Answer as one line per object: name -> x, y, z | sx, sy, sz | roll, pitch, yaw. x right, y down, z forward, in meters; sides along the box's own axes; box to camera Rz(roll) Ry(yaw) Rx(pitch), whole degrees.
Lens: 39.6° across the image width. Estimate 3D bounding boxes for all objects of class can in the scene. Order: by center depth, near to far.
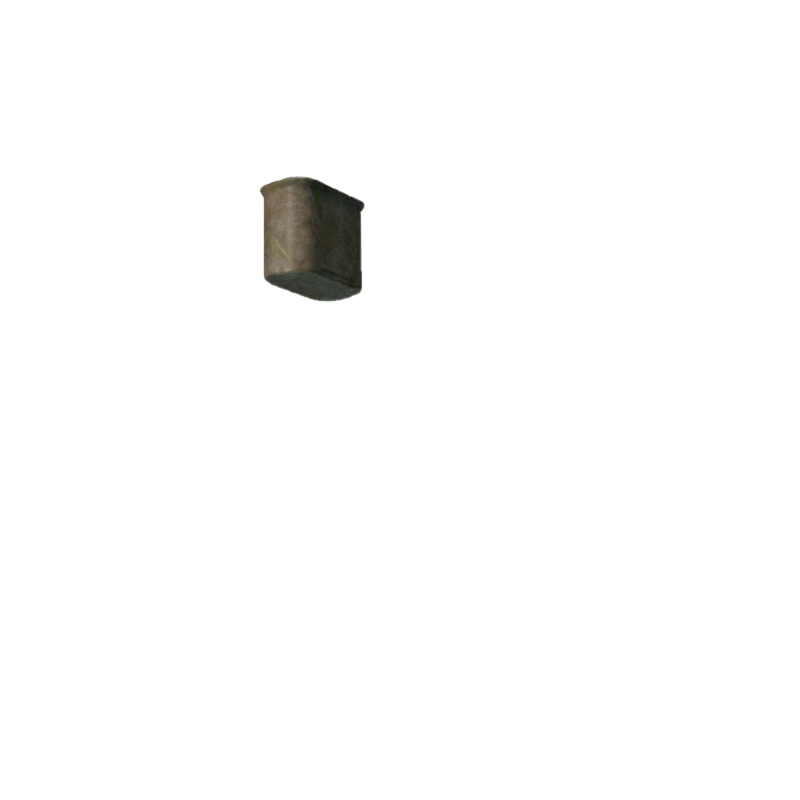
can -> -0.076, -0.138, 0.965 | 0.059, 0.087, 0.096 | -12, -18, 34
